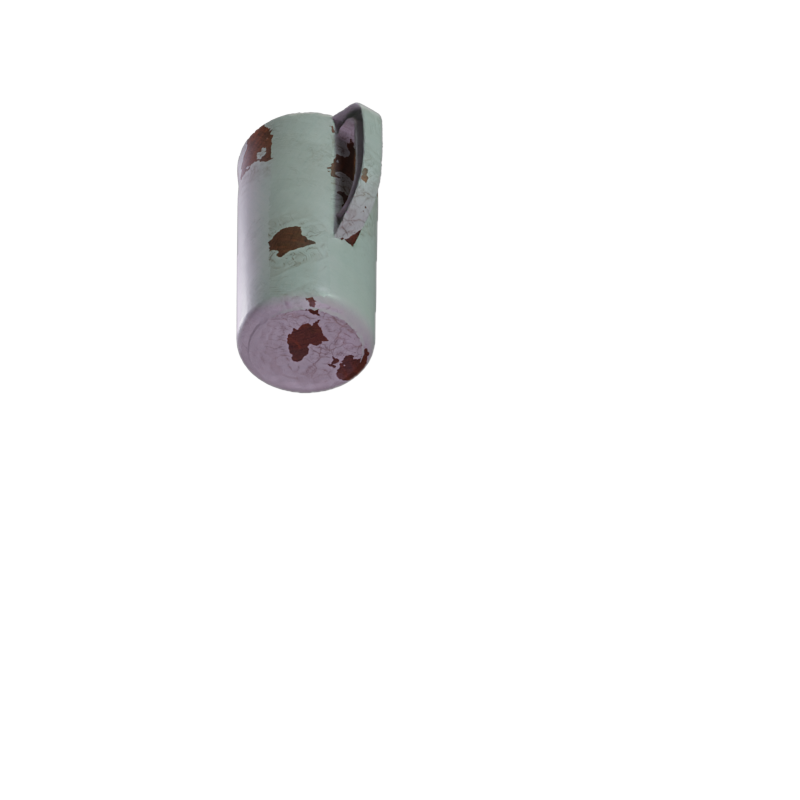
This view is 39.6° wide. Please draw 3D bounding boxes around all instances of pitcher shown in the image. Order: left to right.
[{"bbox_3d":[-0.073,-0.134,0.936,0.146,0.138,0.261,-9,43,5],"label":"pitcher"}]
